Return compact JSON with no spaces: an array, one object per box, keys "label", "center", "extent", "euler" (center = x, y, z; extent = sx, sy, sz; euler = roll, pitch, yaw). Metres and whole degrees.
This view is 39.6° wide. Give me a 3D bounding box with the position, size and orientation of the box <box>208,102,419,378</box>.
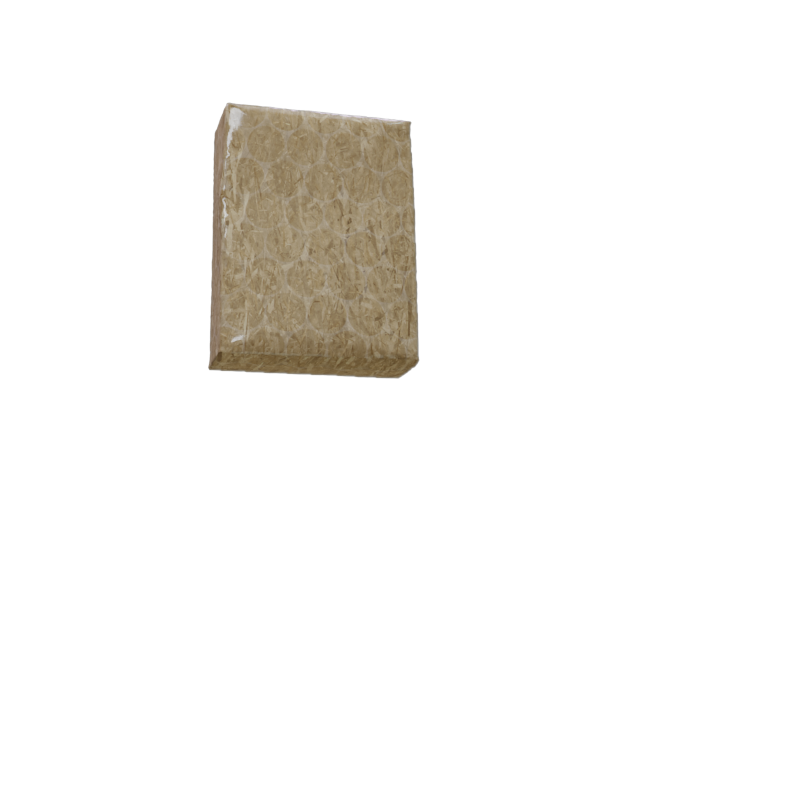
[{"label":"box","center":[-0.072,-0.131,0.914],"extent":[0.161,0.223,0.070],"euler":[3,-18,-14]}]
